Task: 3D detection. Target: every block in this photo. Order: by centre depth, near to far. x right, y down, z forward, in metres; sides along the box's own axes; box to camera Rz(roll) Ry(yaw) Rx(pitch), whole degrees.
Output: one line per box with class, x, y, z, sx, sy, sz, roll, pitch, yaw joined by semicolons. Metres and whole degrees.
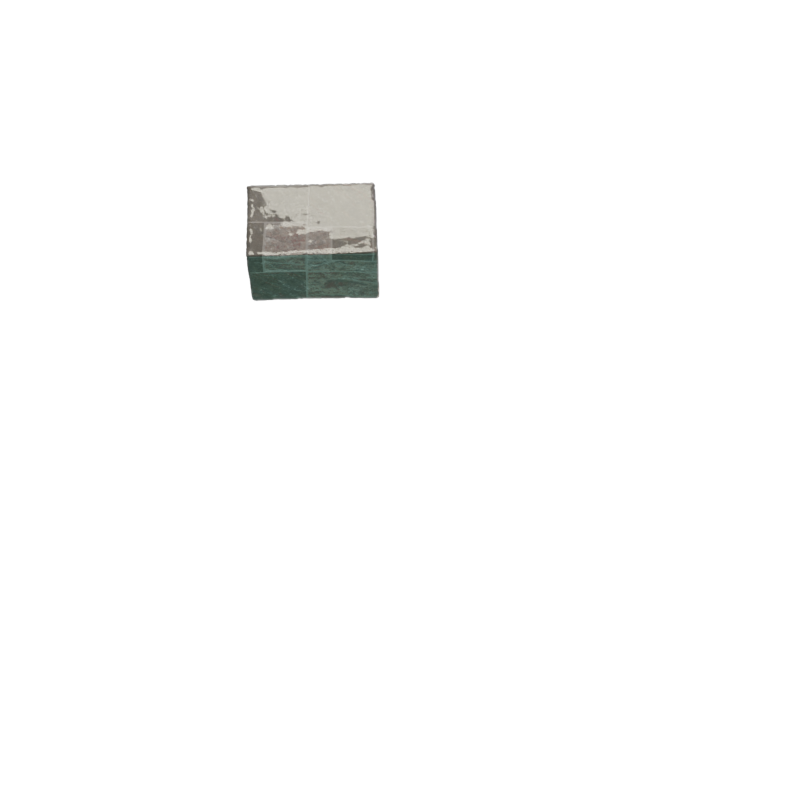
block;-0.052;-0.094;0.660;0.078;0.055;0.049;-1;-29;0
